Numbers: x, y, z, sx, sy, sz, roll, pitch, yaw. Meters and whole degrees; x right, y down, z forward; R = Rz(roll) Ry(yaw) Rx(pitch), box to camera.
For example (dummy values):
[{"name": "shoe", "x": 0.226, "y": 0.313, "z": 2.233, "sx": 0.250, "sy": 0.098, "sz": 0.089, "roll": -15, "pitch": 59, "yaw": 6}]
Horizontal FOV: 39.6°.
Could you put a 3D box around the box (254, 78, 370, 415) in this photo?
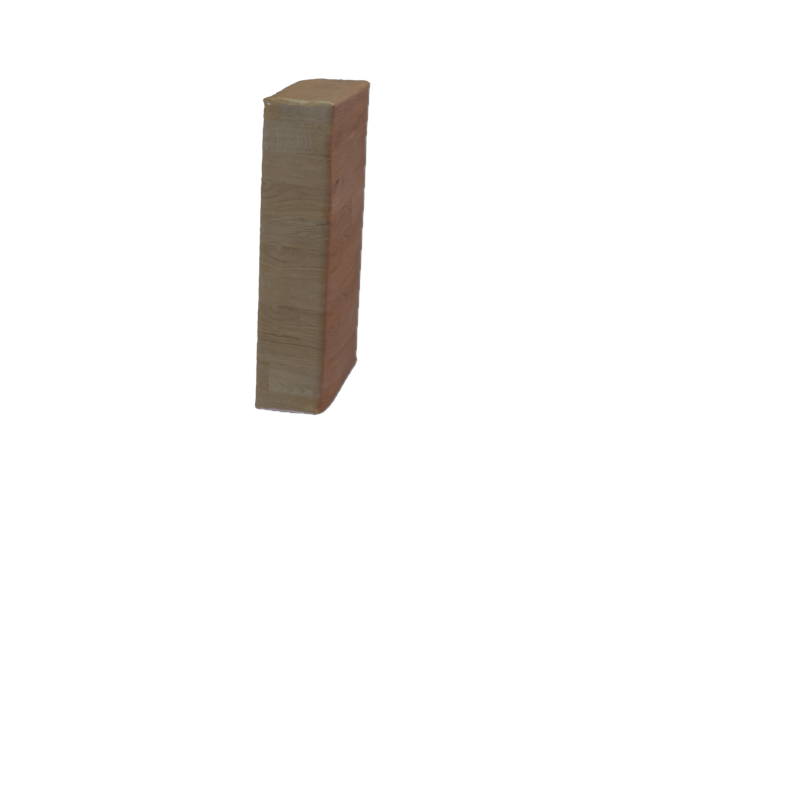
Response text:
[{"name": "box", "x": -0.050, "y": -0.090, "z": 0.630, "sx": 0.049, "sy": 0.170, "sz": 0.095, "roll": 4, "pitch": 17, "yaw": 10}]
